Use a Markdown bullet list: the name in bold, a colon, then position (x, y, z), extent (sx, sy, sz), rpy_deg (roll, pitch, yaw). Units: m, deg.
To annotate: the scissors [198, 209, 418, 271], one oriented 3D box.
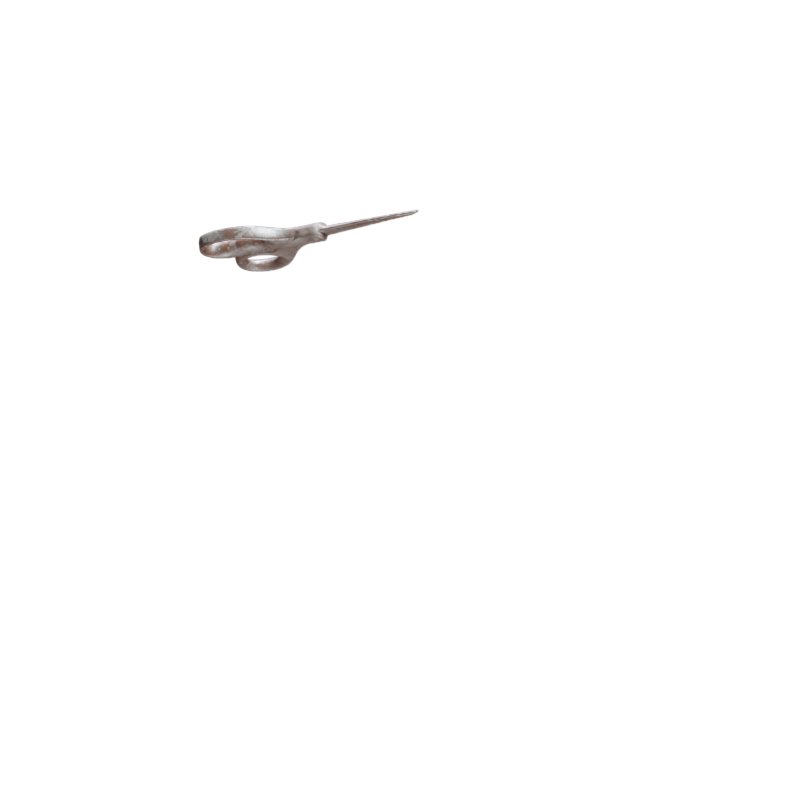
- **scissors**: position (-0.076, -0.140, 0.977), extent (0.205, 0.016, 0.091), rpy_deg (-3, -14, 13)
